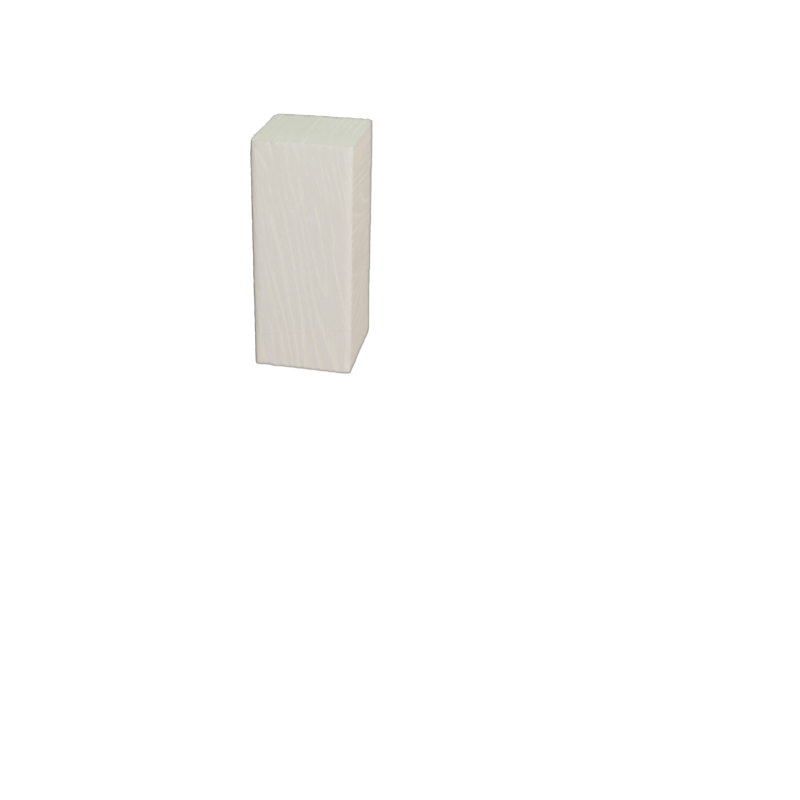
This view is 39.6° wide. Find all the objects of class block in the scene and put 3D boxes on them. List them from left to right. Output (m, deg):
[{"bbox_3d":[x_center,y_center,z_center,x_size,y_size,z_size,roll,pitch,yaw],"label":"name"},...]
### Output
[{"bbox_3d":[-0.077,-0.140,0.976,0.092,0.196,0.094,6,25,9],"label":"block"}]
